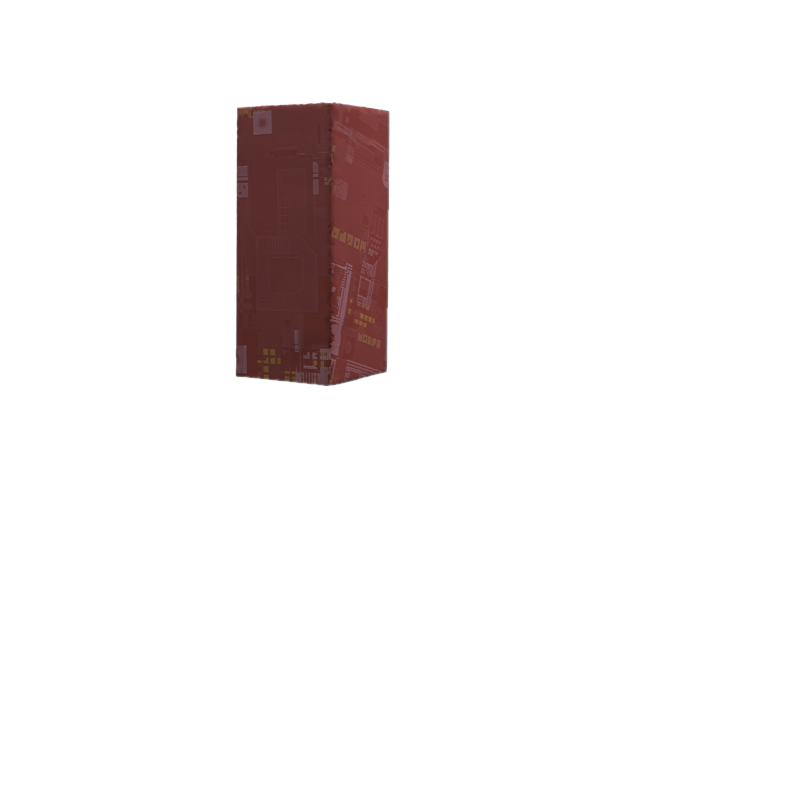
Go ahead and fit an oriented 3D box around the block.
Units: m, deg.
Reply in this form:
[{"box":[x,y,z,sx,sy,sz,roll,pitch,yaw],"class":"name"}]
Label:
[{"box":[-0.067,-0.123,0.859,0.094,0.205,0.087,2,3,31],"class":"block"}]
